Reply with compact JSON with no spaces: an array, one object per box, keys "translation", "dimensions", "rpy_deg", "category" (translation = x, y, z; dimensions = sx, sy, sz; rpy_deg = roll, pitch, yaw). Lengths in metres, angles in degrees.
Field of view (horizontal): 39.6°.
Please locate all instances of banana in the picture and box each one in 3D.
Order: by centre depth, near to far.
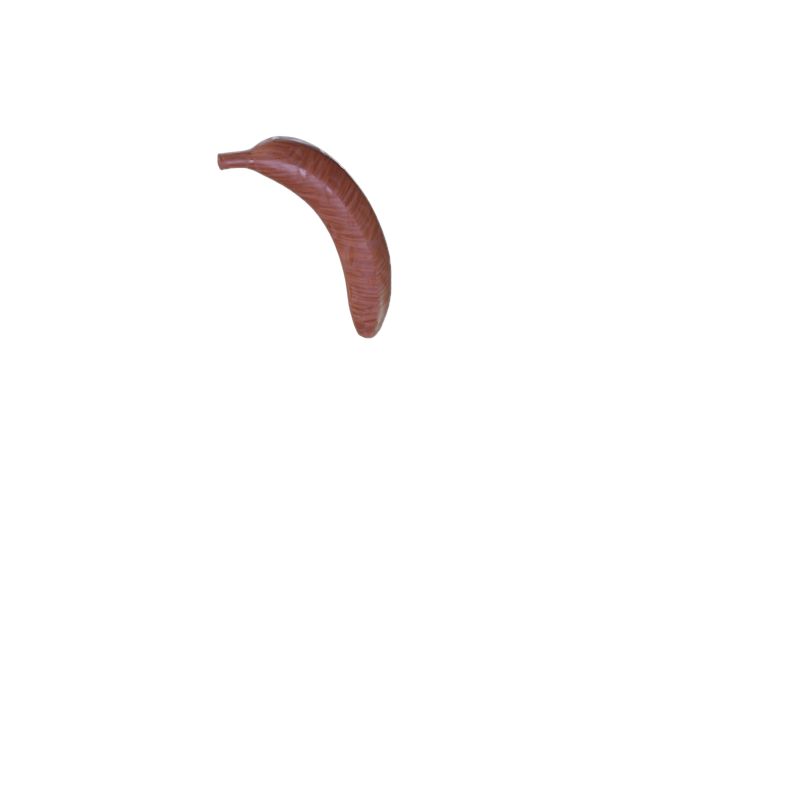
[{"translation":[-0.051,-0.128,0.815],"dimensions":[0.069,0.185,0.039],"rpy_deg":[-29,30,18],"category":"banana"}]
